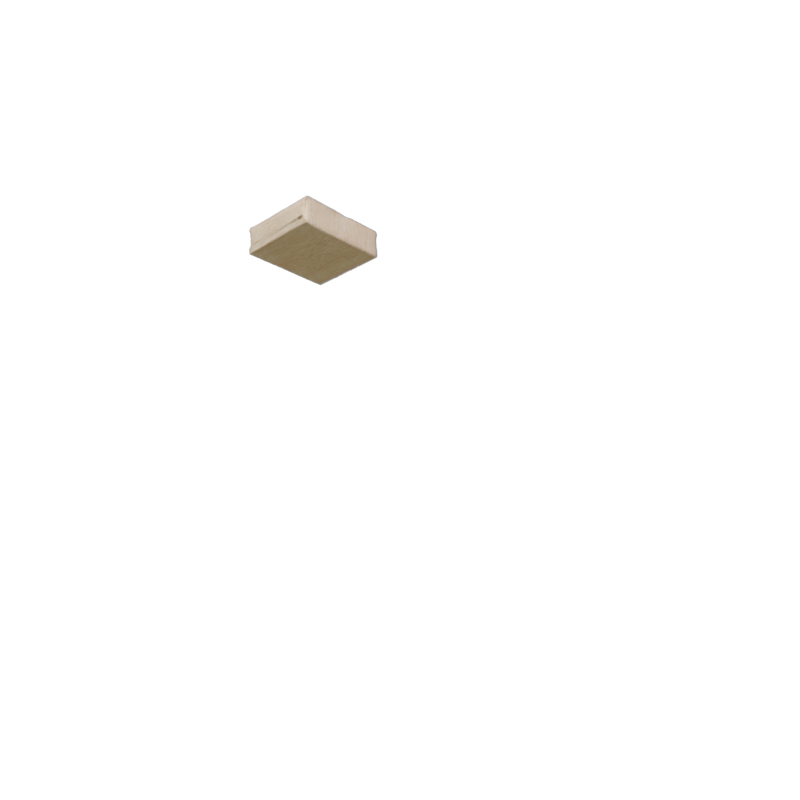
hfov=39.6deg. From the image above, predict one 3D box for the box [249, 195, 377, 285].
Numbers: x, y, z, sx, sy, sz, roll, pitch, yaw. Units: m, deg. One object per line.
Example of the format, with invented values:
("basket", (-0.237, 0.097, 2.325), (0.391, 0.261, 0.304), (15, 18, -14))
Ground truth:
("box", (-0.076, -0.138, 0.968), (0.084, 0.032, 0.073), (23, -34, -40))
